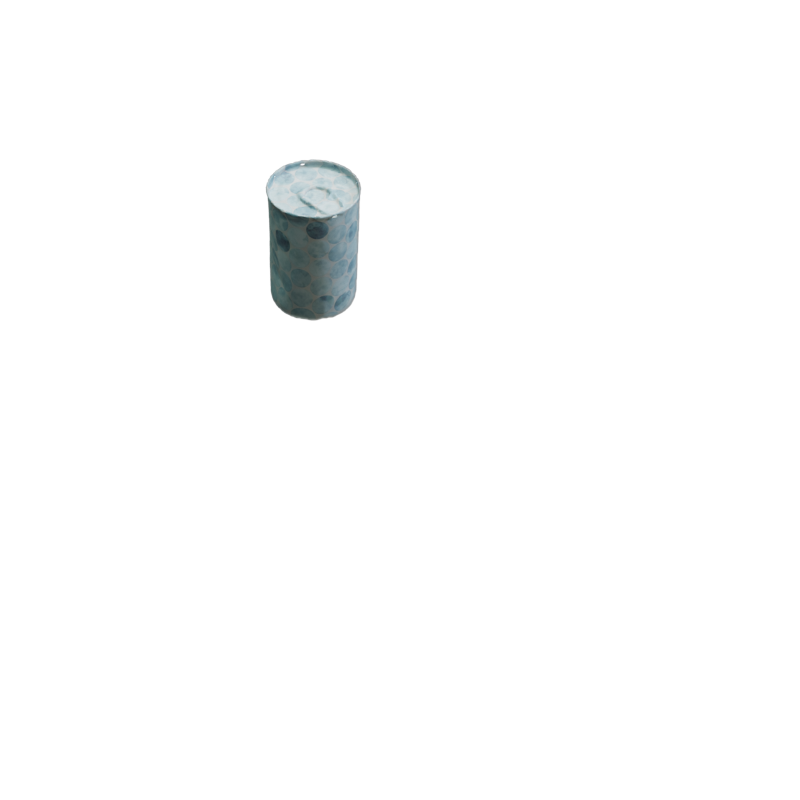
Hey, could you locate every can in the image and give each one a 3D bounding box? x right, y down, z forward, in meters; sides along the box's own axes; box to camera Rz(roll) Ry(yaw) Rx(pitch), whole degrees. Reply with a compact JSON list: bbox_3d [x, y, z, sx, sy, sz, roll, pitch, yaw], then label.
[{"bbox_3d":[-0.064,-0.117,0.822,0.068,0.095,0.074,0,44,-3],"label":"can"}]
